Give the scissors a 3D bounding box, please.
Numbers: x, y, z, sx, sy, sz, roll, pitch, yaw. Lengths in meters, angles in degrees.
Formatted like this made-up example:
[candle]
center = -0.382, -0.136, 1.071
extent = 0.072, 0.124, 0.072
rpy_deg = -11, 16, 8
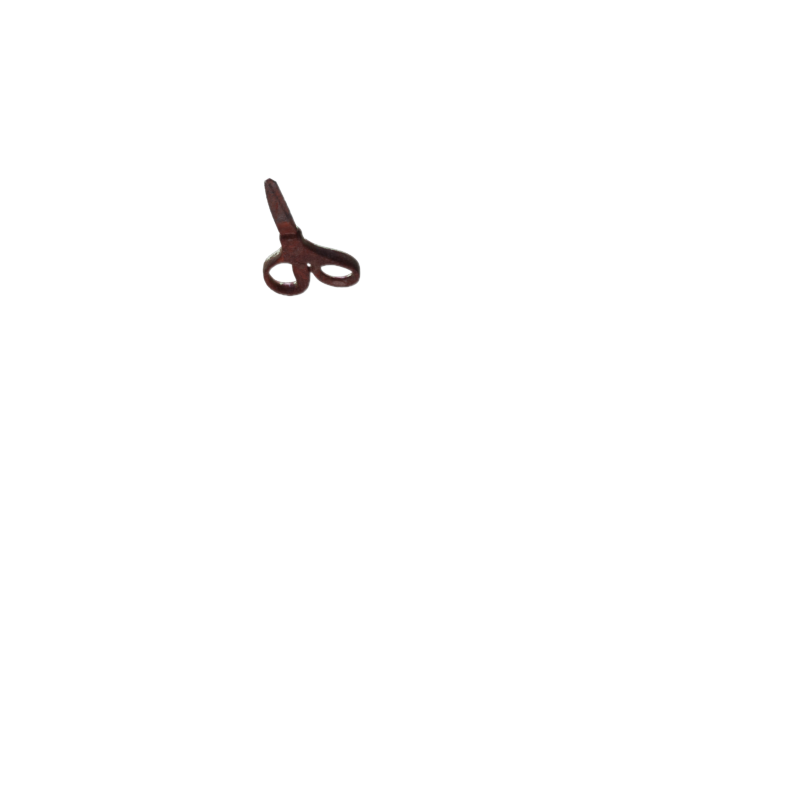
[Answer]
[scissors]
center = -0.073, -0.134, 0.936
extent = 0.095, 0.017, 0.194
rpy_deg = 3, -20, -9
